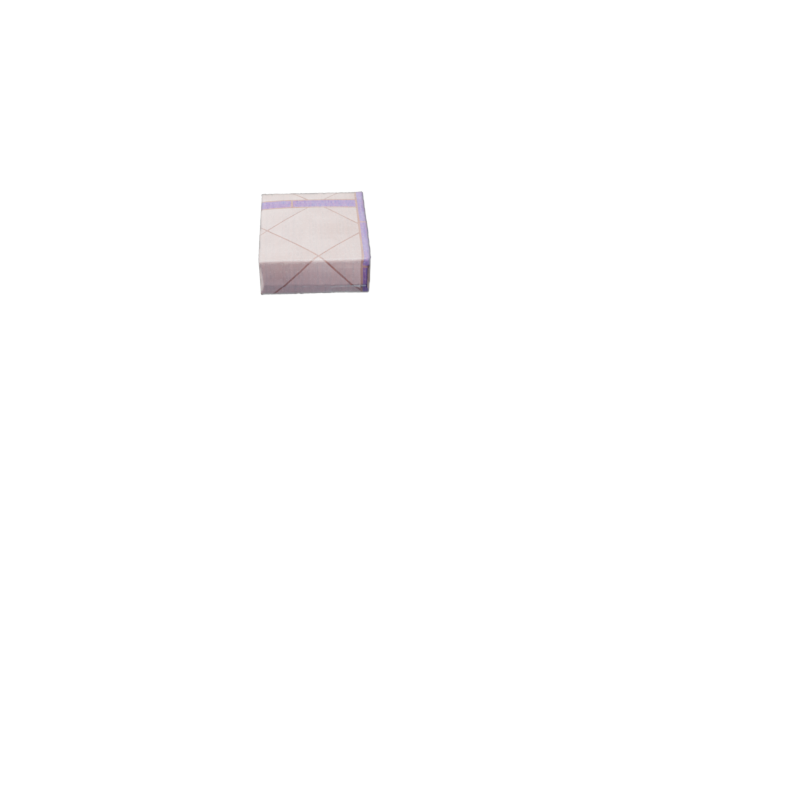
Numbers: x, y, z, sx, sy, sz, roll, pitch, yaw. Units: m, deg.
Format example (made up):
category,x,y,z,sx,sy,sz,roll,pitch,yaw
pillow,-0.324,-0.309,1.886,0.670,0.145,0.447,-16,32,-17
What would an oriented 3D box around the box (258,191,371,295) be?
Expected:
category,x,y,z,sx,sy,sz,roll,pitch,yaw
box,-0.073,-0.133,0.929,0.089,0.036,0.121,-2,35,-3
